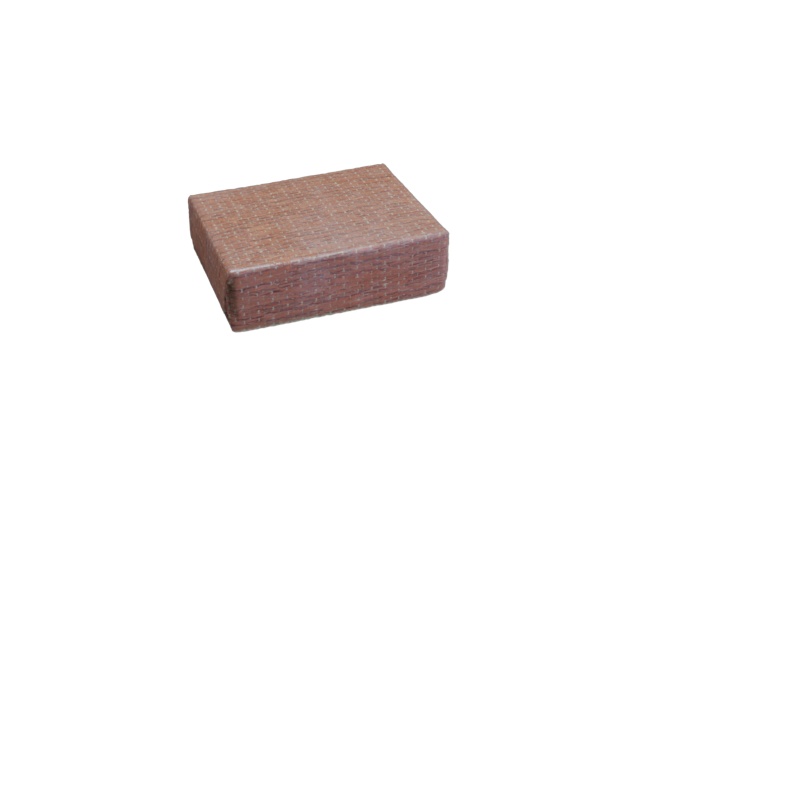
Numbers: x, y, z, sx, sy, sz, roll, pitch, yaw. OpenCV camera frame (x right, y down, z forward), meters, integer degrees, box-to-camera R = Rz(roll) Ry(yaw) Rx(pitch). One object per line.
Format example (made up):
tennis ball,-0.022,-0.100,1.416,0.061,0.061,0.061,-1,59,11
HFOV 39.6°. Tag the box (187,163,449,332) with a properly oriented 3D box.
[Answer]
box,-0.044,-0.080,0.561,0.112,0.036,0.097,-11,35,-16
